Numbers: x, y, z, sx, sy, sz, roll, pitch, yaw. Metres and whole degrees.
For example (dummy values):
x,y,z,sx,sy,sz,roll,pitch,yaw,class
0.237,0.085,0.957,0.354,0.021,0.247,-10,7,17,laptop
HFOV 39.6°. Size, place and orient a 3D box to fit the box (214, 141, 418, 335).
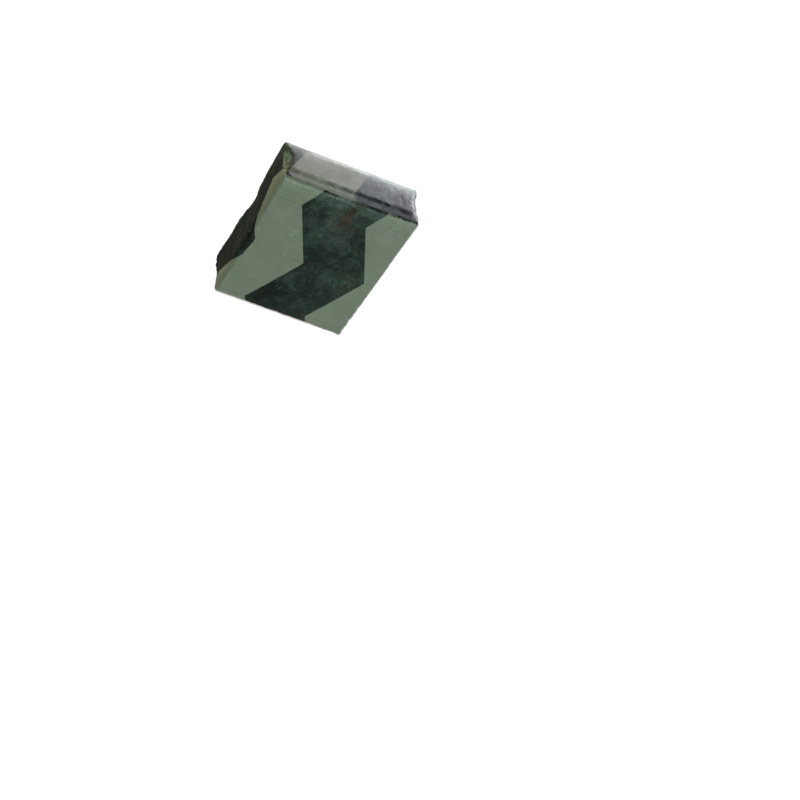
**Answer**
x,y,z,sx,sy,sz,roll,pitch,yaw,class
-0.044,-0.080,0.559,0.070,0.032,0.086,20,-47,-20,box
